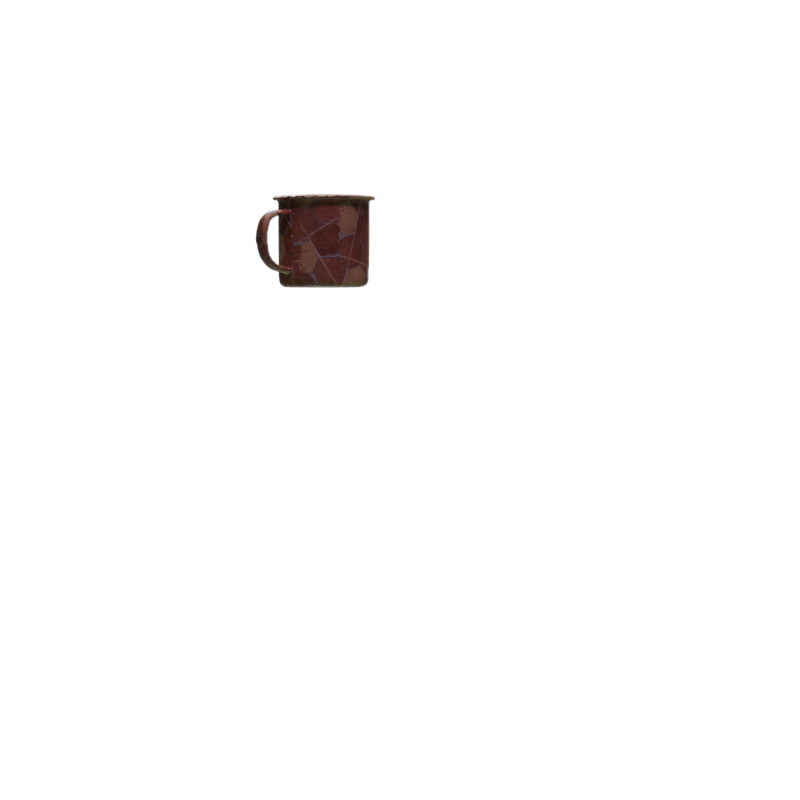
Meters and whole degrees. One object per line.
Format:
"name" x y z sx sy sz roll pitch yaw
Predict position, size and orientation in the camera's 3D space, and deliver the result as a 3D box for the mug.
"mug" -0.078 -0.142 0.995 0.113 0.081 0.097 -4 6 -41
